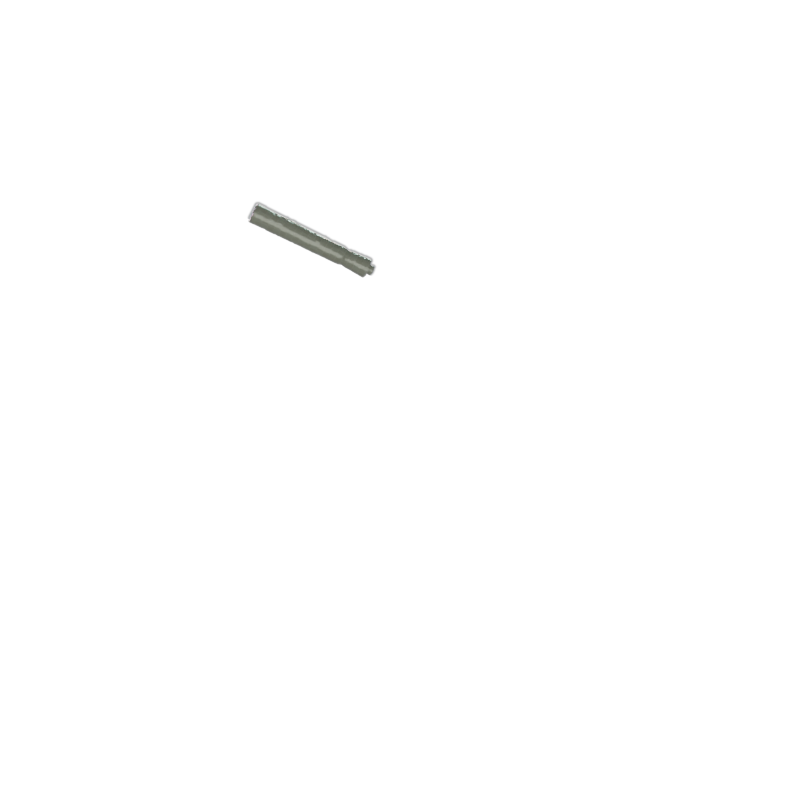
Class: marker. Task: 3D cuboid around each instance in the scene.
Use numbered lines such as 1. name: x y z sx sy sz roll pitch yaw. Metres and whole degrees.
1. marker: -0.077 -0.141 0.990 0.119 0.020 0.020 25 -1 -8
